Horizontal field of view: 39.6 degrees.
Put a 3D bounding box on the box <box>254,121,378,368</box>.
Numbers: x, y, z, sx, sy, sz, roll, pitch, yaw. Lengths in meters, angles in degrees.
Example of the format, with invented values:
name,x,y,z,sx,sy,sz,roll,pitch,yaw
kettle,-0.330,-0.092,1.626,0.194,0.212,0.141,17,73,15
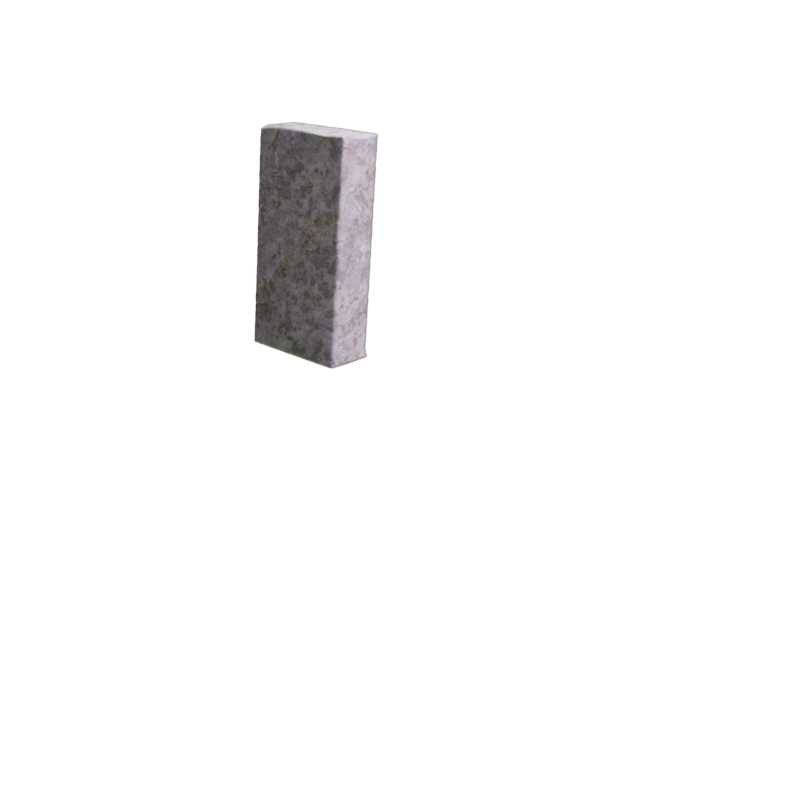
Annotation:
name,x,y,z,sx,sy,sz,roll,pitch,yaw
box,-0.067,-0.122,0.854,0.099,0.171,0.047,15,19,42
